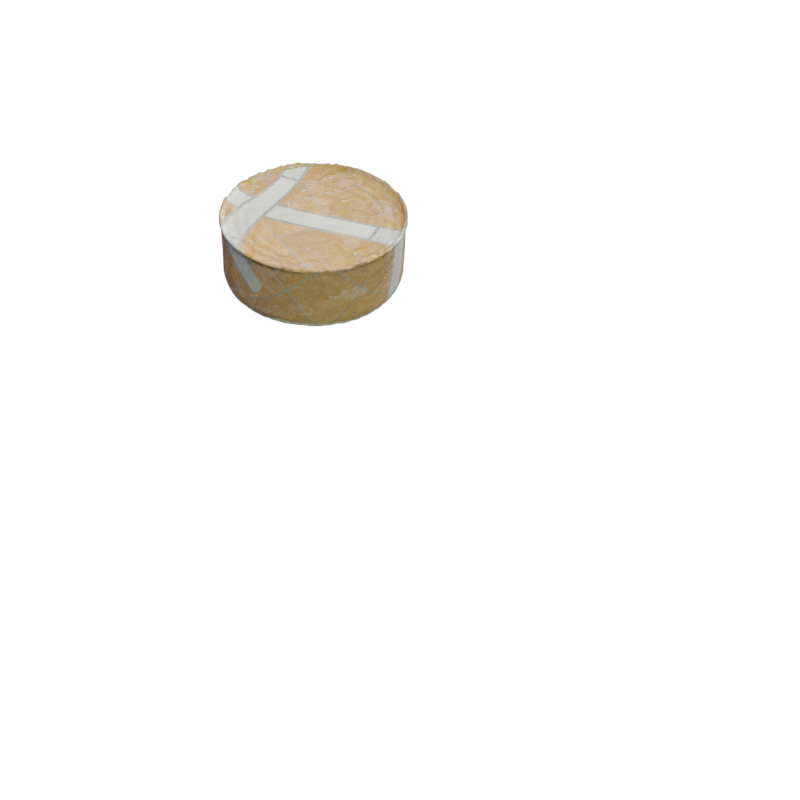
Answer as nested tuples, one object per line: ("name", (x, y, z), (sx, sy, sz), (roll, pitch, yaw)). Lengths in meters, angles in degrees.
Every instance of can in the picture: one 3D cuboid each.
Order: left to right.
("can", (-0.040, -0.073, 0.512), (0.086, 0.031, 0.092), (-1, 41, -2))
